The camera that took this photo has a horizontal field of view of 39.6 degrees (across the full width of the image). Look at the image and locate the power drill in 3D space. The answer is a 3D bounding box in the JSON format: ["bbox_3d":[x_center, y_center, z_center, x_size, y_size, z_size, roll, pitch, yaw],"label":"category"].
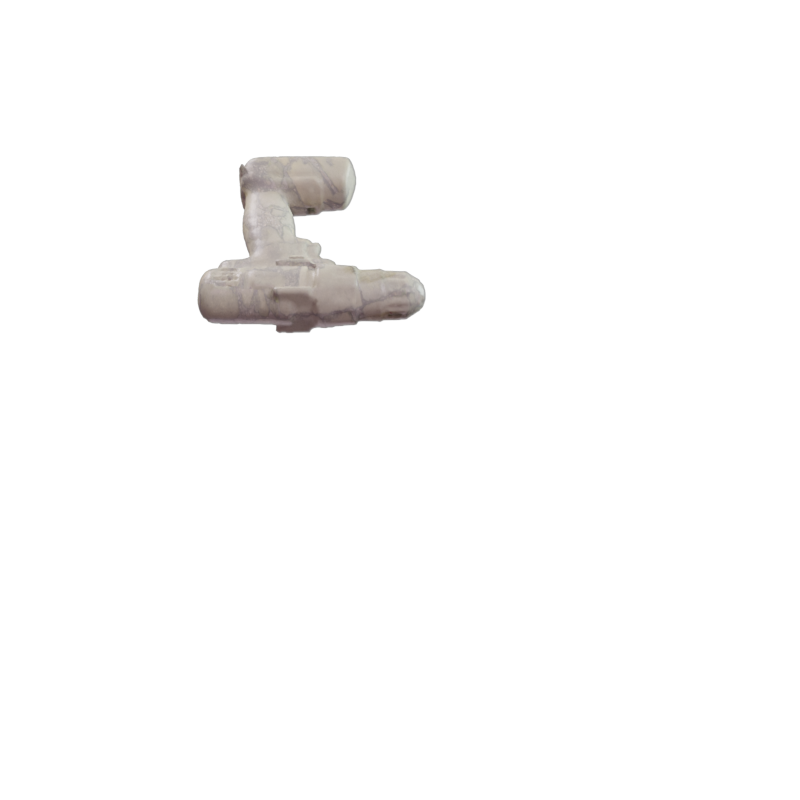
[{"bbox_3d":[-0.074,-0.136,0.951,0.184,0.053,0.201,0,43,-1],"label":"power drill"}]
